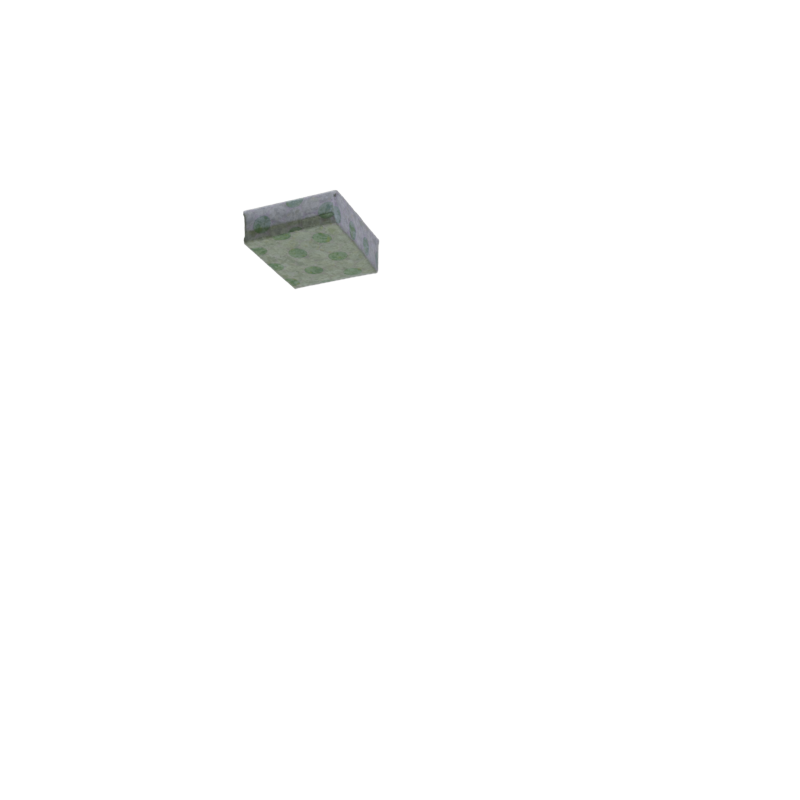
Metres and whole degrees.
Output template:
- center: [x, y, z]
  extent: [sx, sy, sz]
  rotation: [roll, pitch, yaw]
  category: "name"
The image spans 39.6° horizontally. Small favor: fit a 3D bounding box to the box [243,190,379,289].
- center: [-0.078, -0.143, 1.000]
  extent: [0.091, 0.041, 0.106]
  rotation: [-8, -23, 19]
  category: "box"
